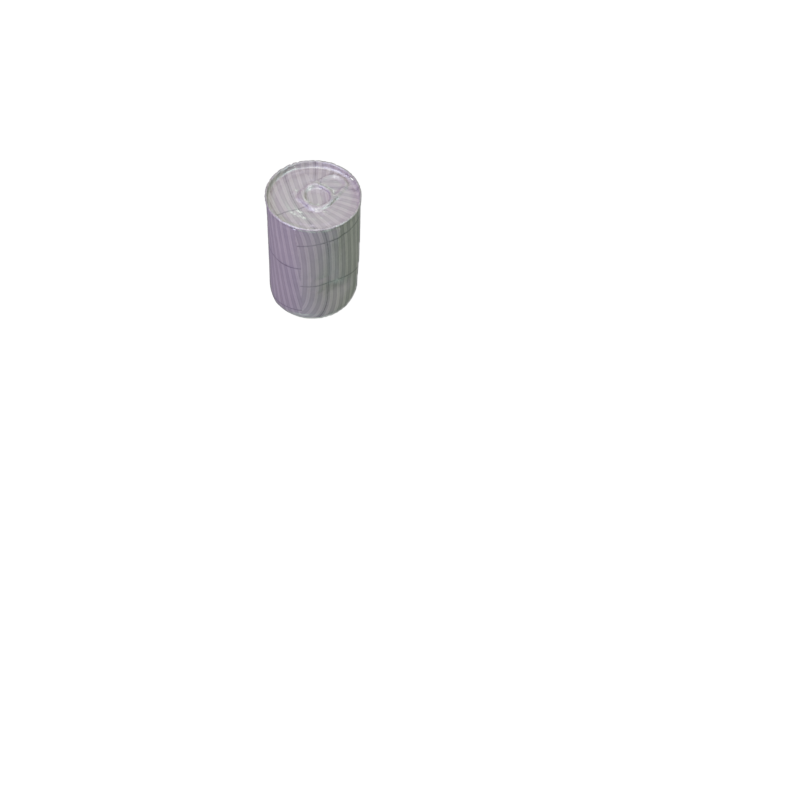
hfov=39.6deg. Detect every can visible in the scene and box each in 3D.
[{"bbox_3d":[-0.063,-0.116,0.810,0.068,0.073,0.095,0,-37,-3],"label":"can"}]
